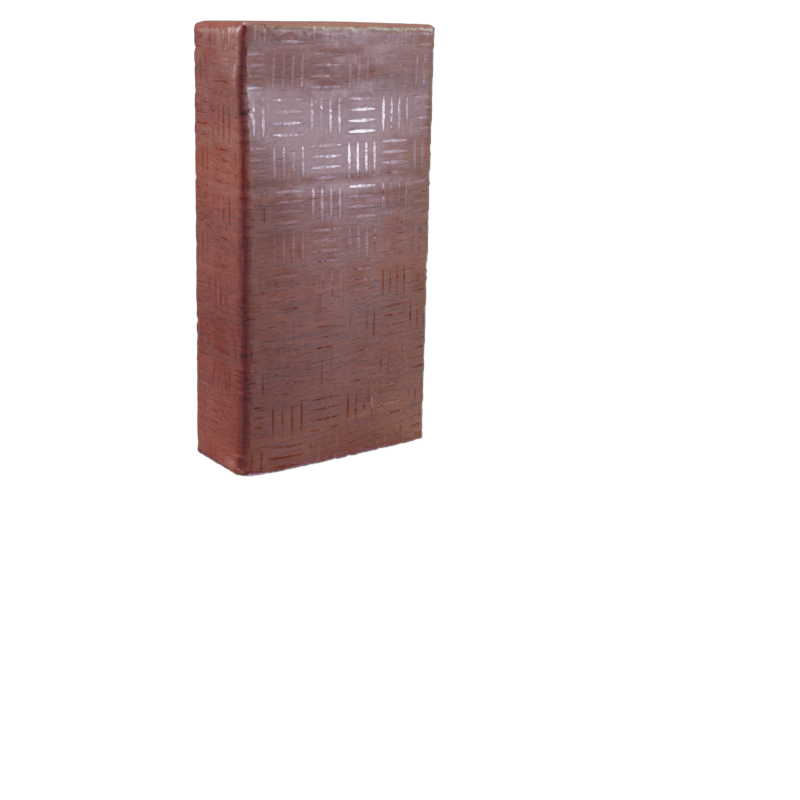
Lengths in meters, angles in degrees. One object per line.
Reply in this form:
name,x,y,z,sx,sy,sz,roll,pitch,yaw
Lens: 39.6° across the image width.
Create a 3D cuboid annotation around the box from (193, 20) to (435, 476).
box,-0.035,-0.065,0.451,0.091,0.172,0.050,-7,12,-36
